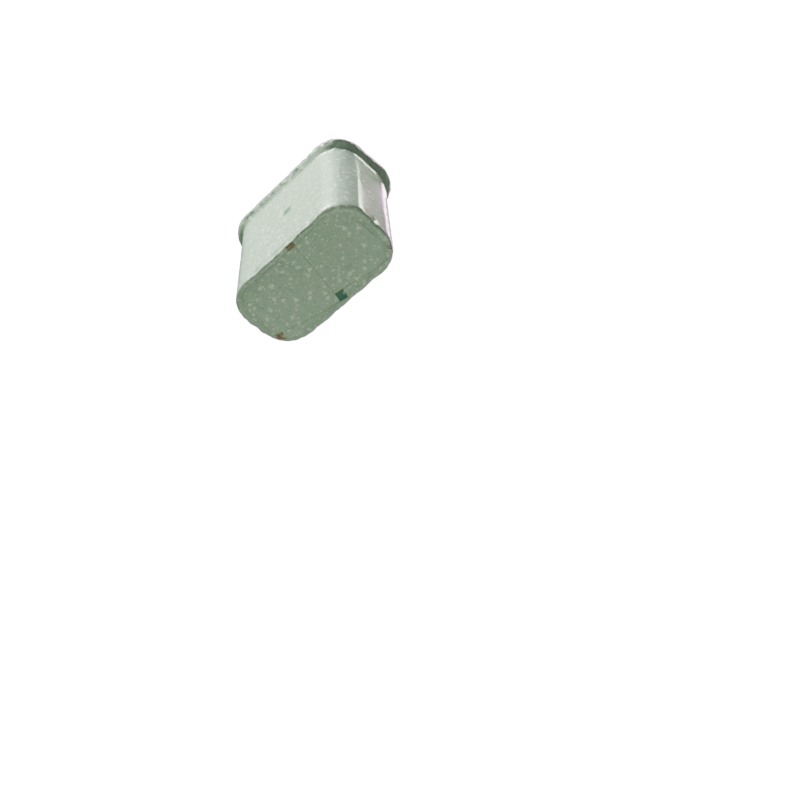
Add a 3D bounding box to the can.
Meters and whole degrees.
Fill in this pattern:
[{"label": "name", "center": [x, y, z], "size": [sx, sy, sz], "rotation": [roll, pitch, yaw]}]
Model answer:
[{"label": "can", "center": [-0.052, -0.094, 0.660], "size": [0.054, 0.101, 0.089], "rotation": [40, 24, -25]}]
